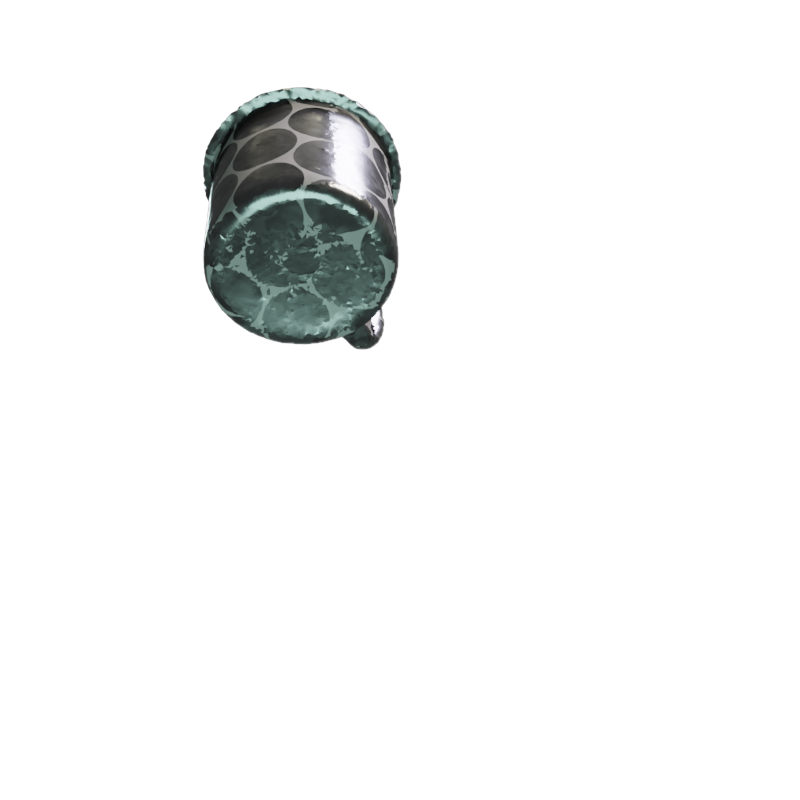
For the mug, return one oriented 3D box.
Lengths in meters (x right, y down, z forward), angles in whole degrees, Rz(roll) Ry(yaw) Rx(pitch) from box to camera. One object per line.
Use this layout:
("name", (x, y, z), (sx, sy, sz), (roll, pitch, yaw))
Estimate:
("mug", (-0.039, -0.070, 0.493), (0.093, 0.109, 0.087), (-21, 33, 13))
